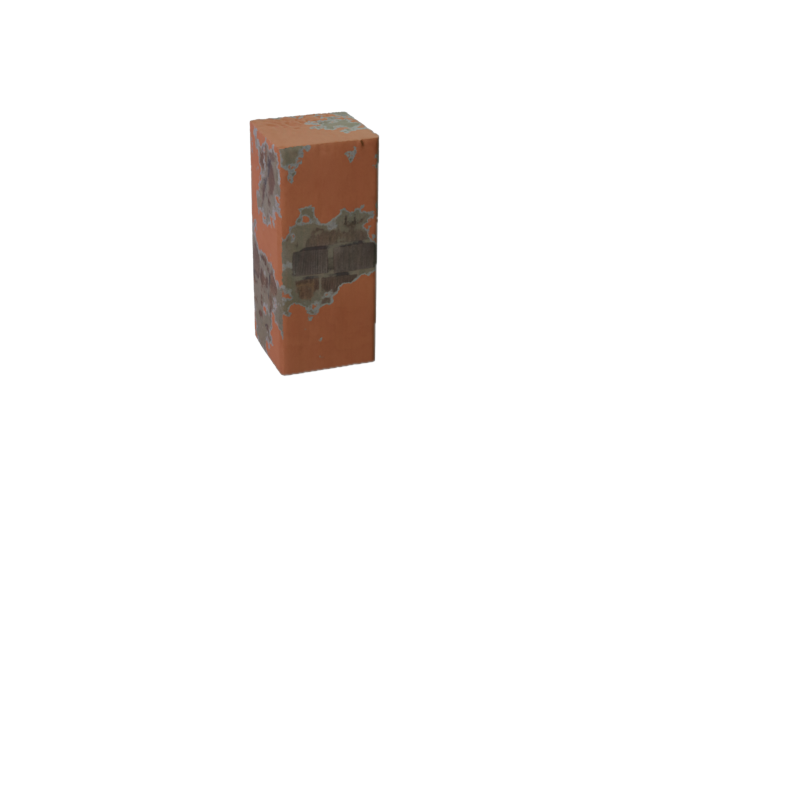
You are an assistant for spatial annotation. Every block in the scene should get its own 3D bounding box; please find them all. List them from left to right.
[{"bbox_3d":[-0.076,-0.138,0.966,0.089,0.196,0.096,-7,25,-19],"label":"block"}]
